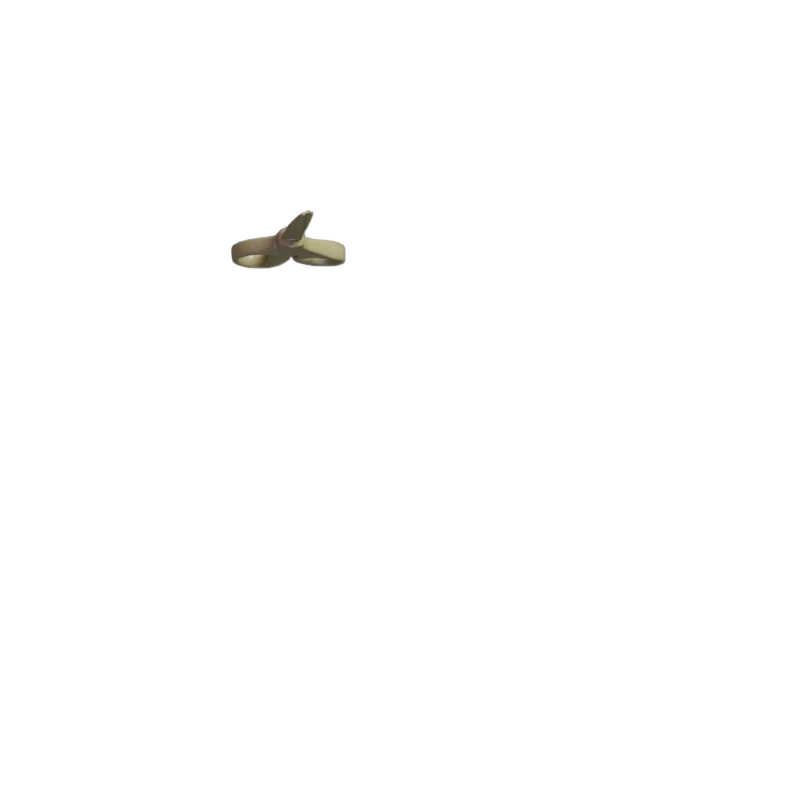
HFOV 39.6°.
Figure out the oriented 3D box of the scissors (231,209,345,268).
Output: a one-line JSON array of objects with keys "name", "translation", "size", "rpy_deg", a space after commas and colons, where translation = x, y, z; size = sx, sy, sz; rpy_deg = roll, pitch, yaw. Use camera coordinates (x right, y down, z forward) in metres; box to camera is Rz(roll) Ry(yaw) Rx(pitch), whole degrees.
[{"name": "scissors", "translation": [-0.062, -0.113, 0.790], "size": [0.093, 0.016, 0.205], "rpy_deg": [1, -1, -25]}]
